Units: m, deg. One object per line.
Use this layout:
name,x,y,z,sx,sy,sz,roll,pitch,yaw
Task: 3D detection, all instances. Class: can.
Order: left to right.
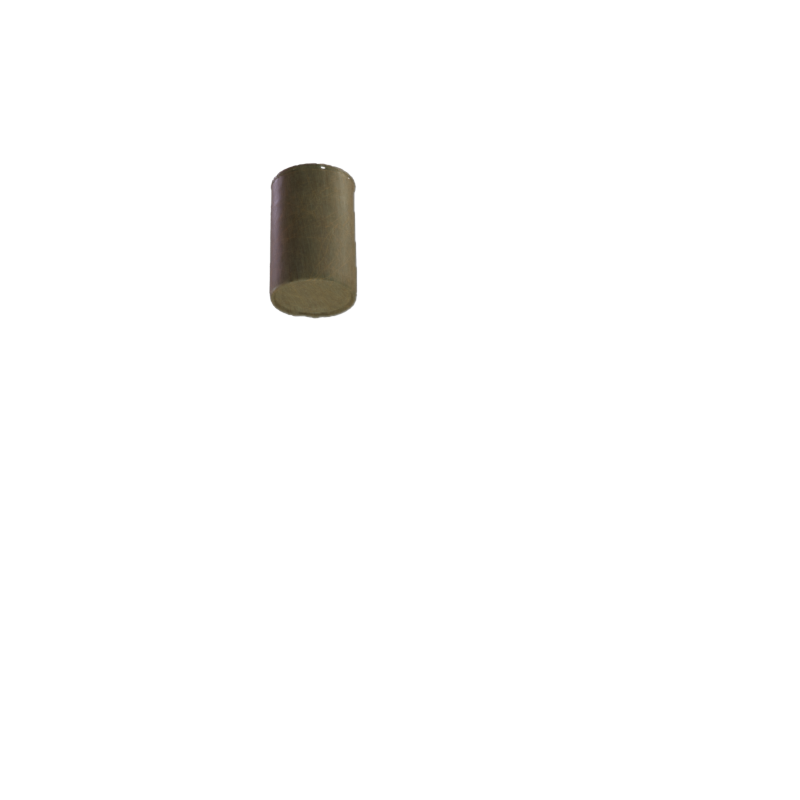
can,-0.067,-0.123,0.859,0.068,0.108,0.065,0,-27,-2
